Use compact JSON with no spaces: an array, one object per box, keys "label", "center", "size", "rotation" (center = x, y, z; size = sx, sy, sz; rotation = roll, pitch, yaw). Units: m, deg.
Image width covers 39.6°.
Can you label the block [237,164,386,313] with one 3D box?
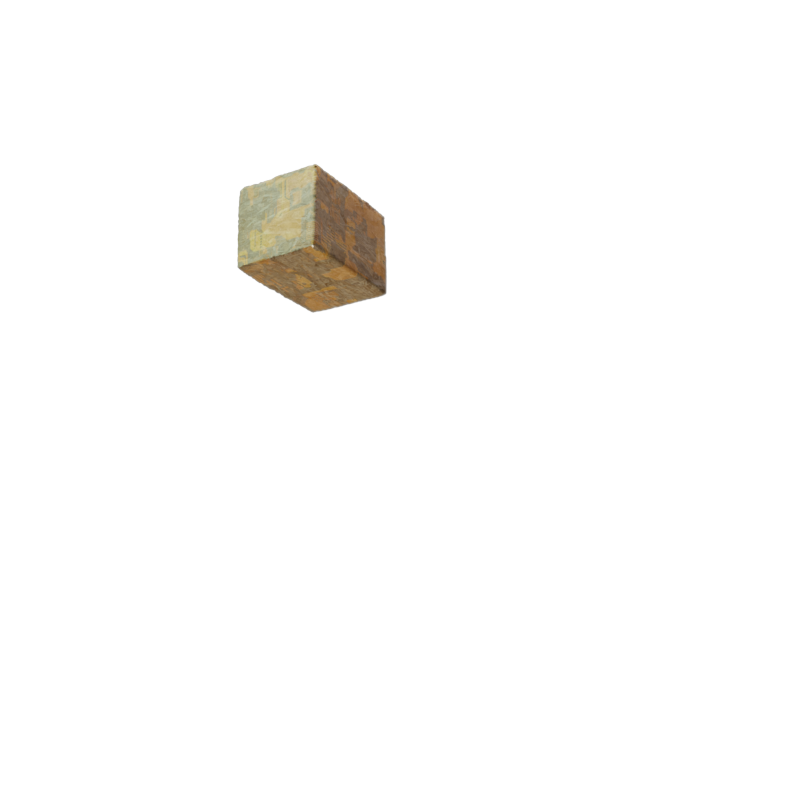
[{"label":"block","center":[-0.049,-0.089,0.626],"size":[0.054,0.054,0.073],"rotation":[-13,-24,28]}]
